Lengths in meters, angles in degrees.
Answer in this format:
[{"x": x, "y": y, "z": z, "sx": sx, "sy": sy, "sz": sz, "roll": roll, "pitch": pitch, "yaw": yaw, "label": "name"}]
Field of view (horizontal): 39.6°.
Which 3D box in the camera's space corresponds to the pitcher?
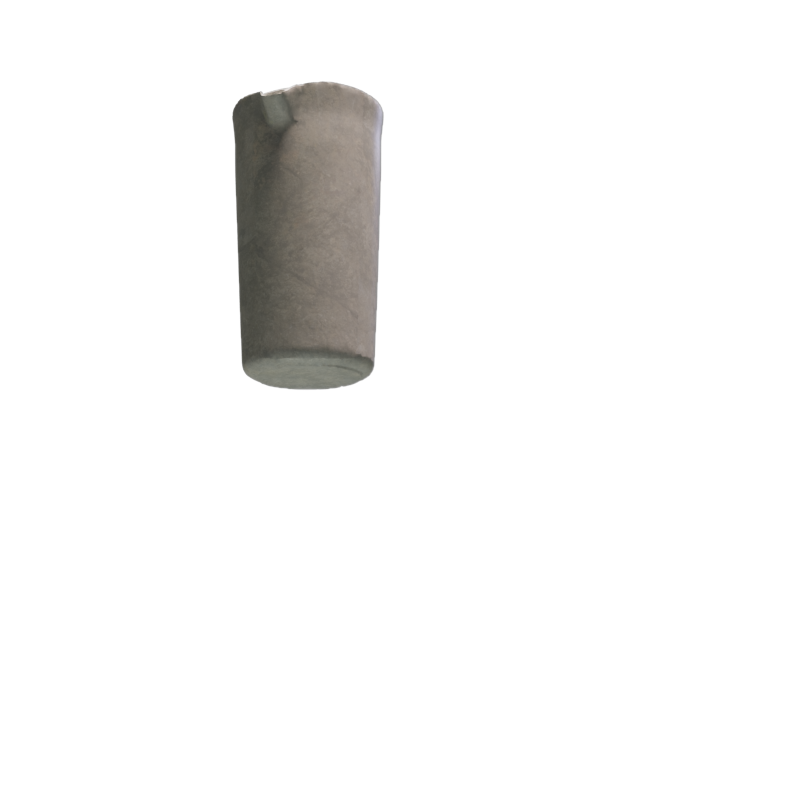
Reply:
[{"x": -0.074, "y": -0.135, "z": 0.947, "sx": 0.143, "sy": 0.254, "sz": 0.144, "roll": 8, "pitch": -20, "yaw": -27, "label": "pitcher"}]
